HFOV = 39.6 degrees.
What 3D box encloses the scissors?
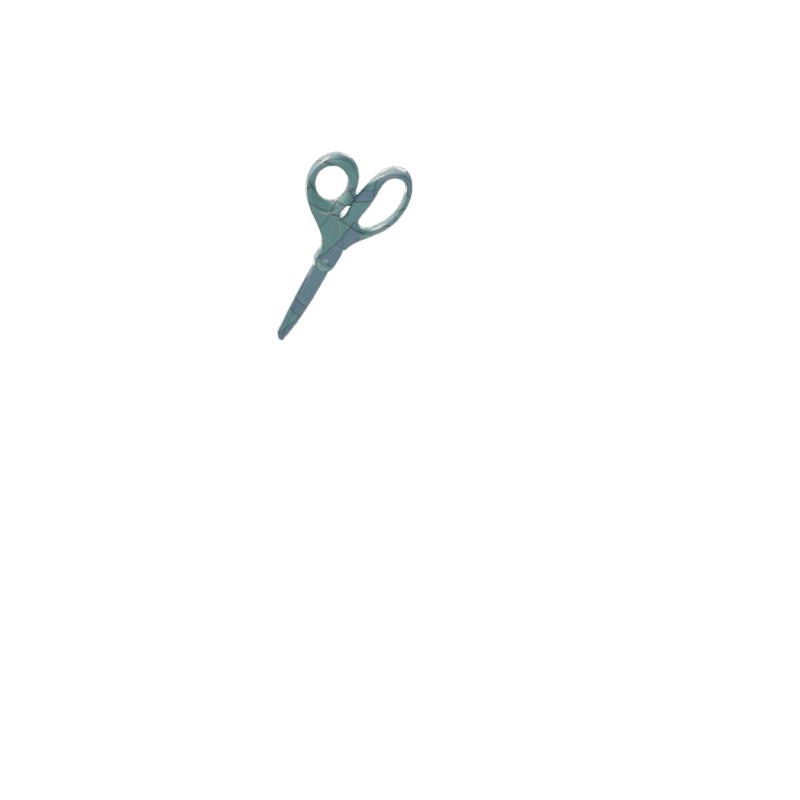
[{"bbox_3d":[-0.074,-0.135,0.944,0.091,0.017,0.199,37,-62,-24],"label":"scissors"}]
